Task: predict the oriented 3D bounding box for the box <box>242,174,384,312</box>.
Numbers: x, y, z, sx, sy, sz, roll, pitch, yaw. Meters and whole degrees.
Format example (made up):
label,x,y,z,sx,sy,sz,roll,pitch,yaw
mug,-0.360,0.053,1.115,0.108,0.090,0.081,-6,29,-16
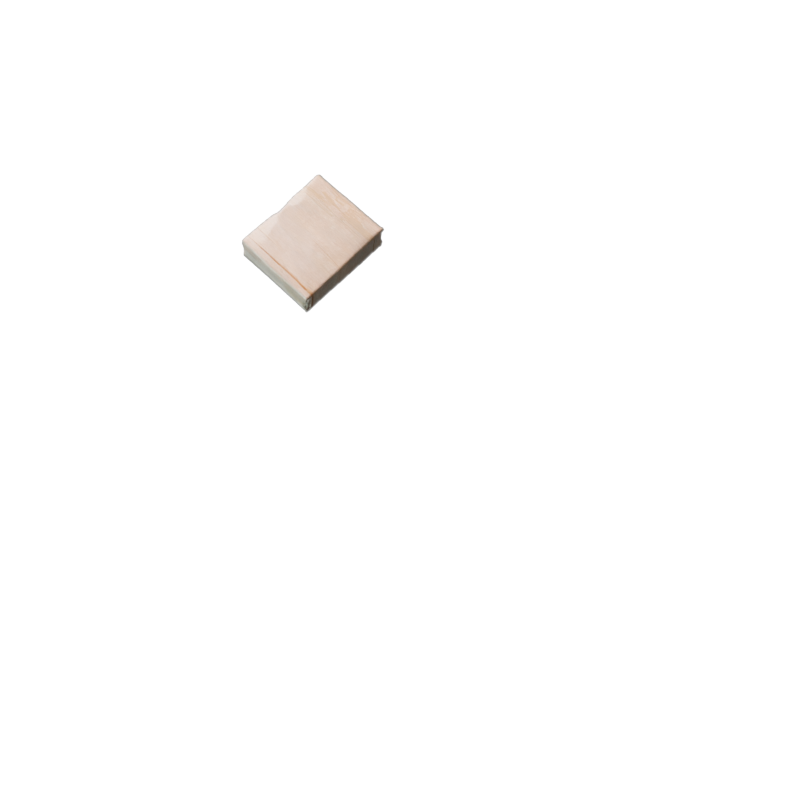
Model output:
label,x,y,z,sx,sy,sz,roll,pitch,yaw
box,-0.069,-0.125,0.878,0.076,0.090,0.028,41,-19,17
